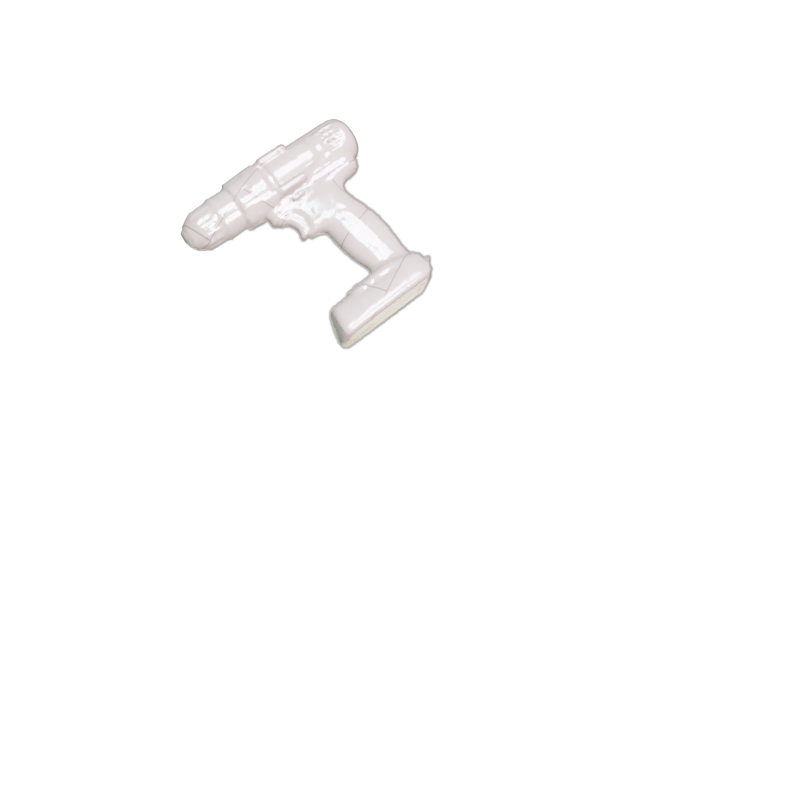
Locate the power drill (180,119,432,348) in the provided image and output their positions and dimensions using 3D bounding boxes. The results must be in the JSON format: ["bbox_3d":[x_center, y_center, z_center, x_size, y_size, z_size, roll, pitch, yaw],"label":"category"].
[{"bbox_3d":[-0.078,-0.142,0.991,0.185,0.195,0.055,-36,-14,-11],"label":"power drill"}]
